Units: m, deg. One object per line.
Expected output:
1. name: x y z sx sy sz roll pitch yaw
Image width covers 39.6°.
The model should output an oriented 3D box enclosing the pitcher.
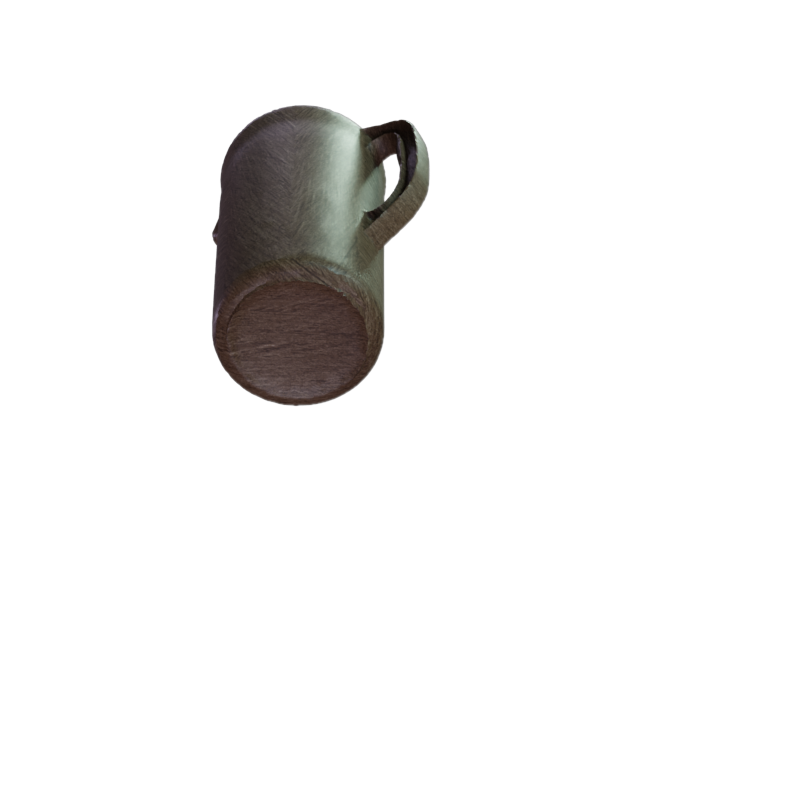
1. pitcher: -0.061 -0.112 0.784 0.143 0.142 0.259 11 31 -10
